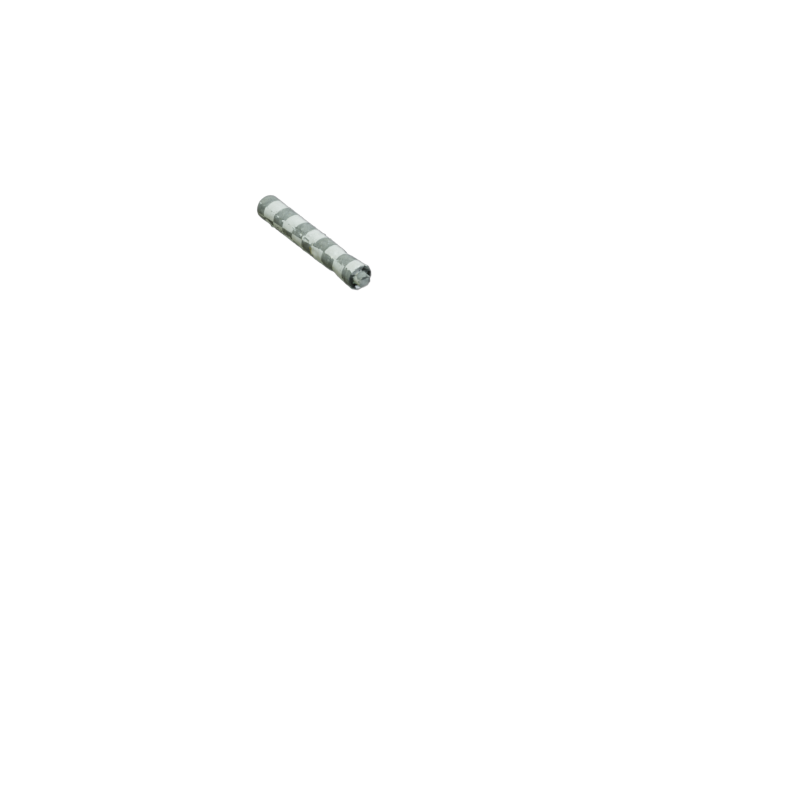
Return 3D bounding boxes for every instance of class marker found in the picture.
[{"bbox_3d":[-0.060,-0.109,0.763,0.019,0.019,0.130,-3,31,-39],"label":"marker"}]
